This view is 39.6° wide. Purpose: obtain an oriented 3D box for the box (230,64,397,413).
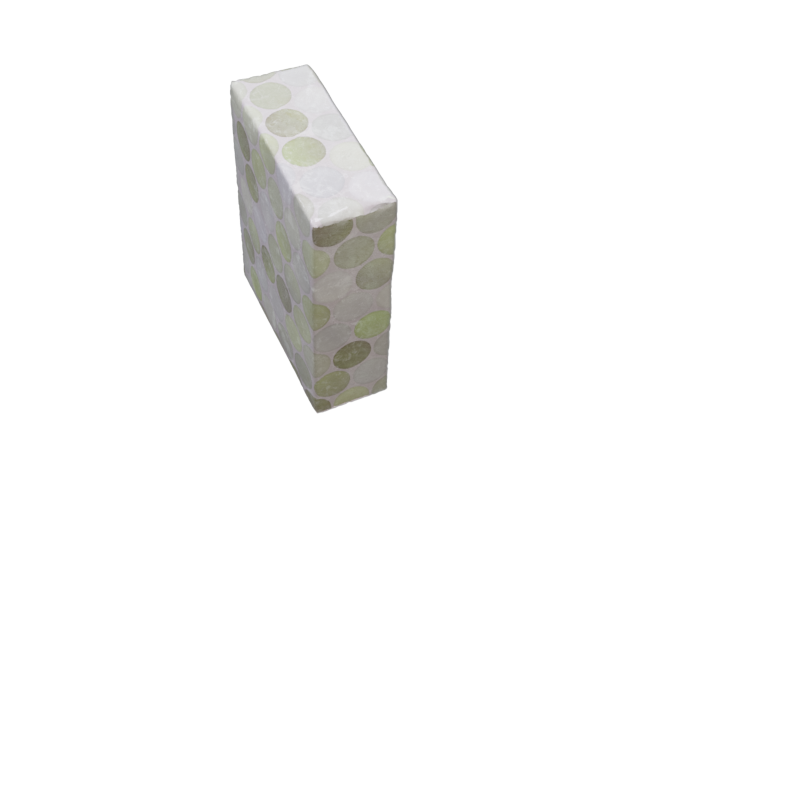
[{"bbox_3d":[-0.066,-0.121,0.844,0.071,0.177,0.199,-17,-36,-17],"label":"box"}]
